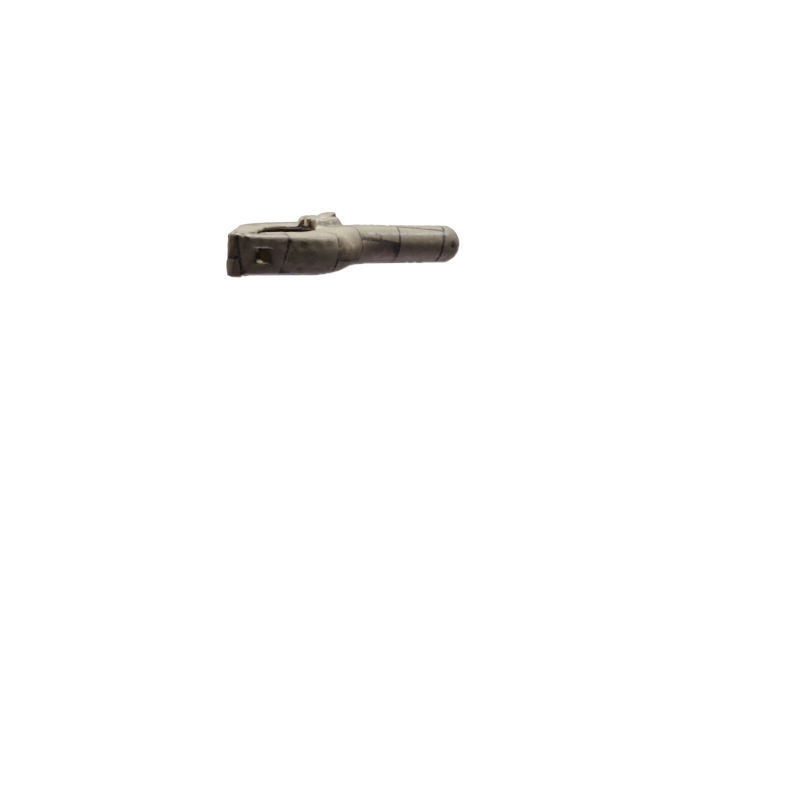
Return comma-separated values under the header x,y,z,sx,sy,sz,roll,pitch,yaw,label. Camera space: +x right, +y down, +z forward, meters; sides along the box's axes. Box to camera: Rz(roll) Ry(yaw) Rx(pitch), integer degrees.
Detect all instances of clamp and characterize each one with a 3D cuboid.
x,y,z,sx,sy,sz,roll,pitch,yaw,label
-0.058,-0.105,0.736,0.166,0.039,0.126,-9,12,-43,clamp
